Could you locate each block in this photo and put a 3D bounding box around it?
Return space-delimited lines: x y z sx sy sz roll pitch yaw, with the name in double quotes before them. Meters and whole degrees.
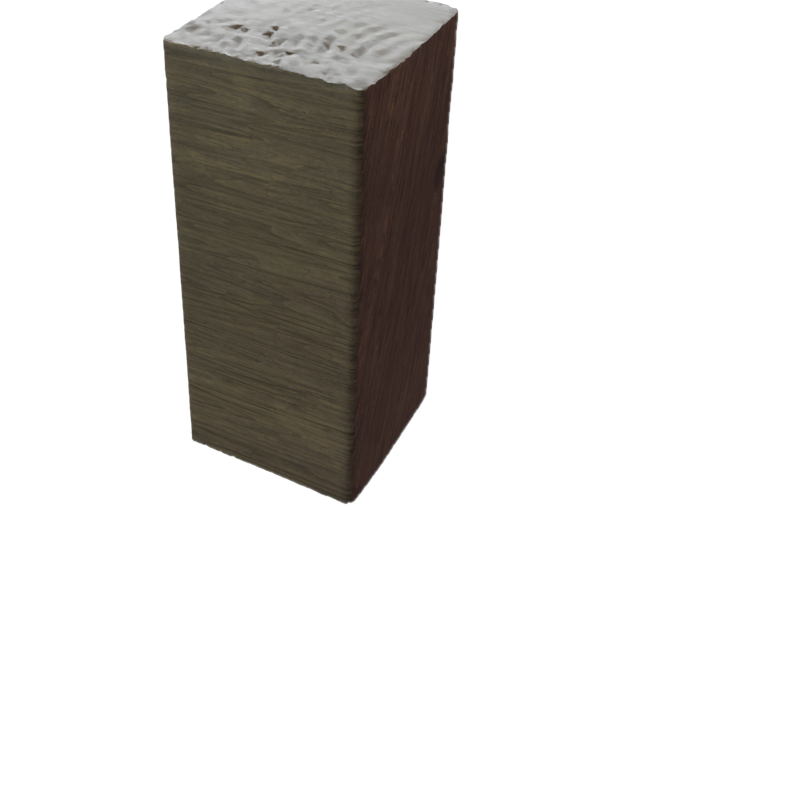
"block" -0.038 -0.070 0.491 0.094 0.193 0.093 18 39 20
